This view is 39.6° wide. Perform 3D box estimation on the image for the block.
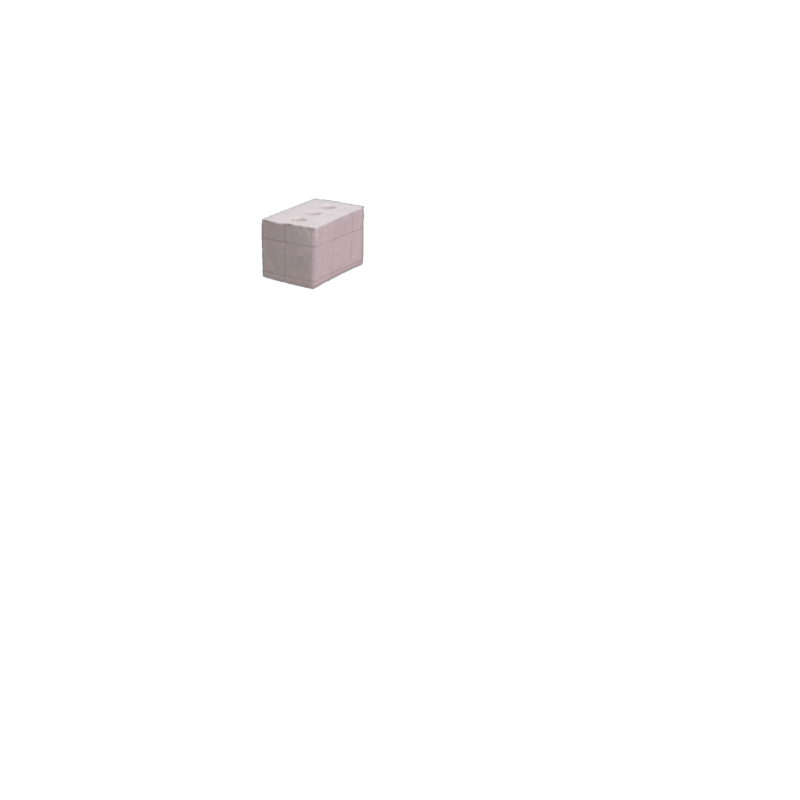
[{"bbox_3d":[-0.071,-0.130,0.909,0.055,0.049,0.078,13,26,27],"label":"block"}]
